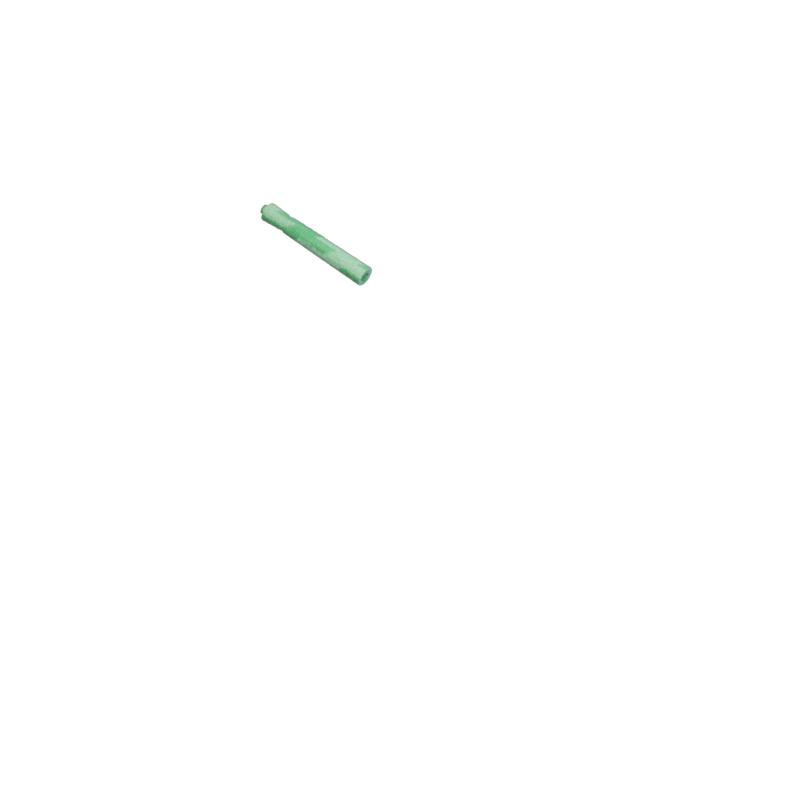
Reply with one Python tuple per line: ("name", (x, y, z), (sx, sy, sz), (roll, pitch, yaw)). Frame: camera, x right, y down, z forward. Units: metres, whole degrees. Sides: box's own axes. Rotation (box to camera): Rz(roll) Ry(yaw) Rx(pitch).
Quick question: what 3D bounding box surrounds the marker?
("marker", (-0.077, -0.141, 0.989), (0.128, 0.019, 0.019), (36, 18, 23))
